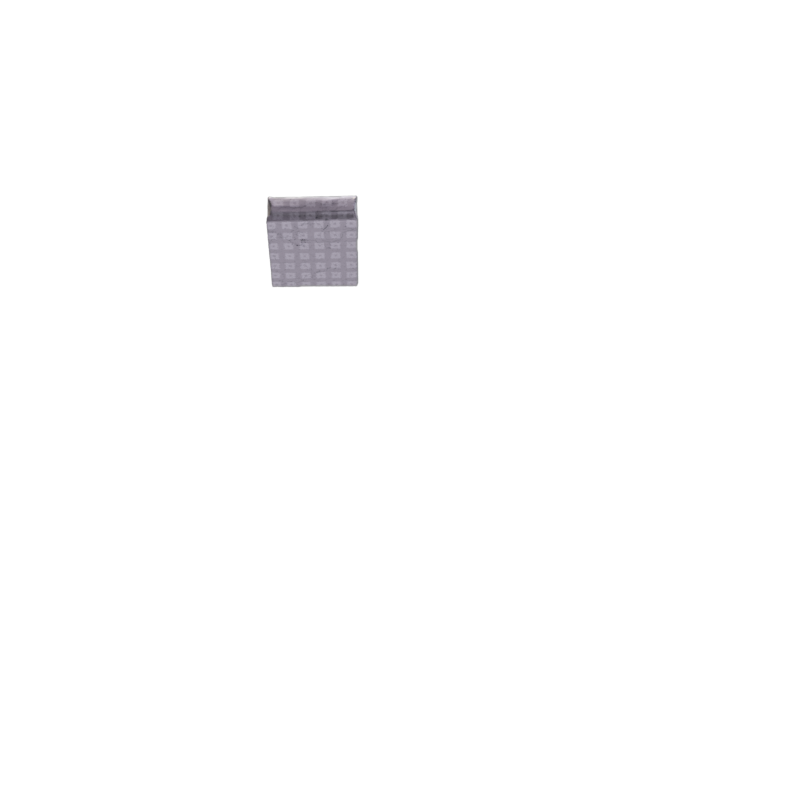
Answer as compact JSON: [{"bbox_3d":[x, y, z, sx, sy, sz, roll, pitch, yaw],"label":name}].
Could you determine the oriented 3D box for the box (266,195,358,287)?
[{"bbox_3d":[-0.071,-0.130,0.909,0.073,0.032,0.083,0,-35,-1],"label":"box"}]
